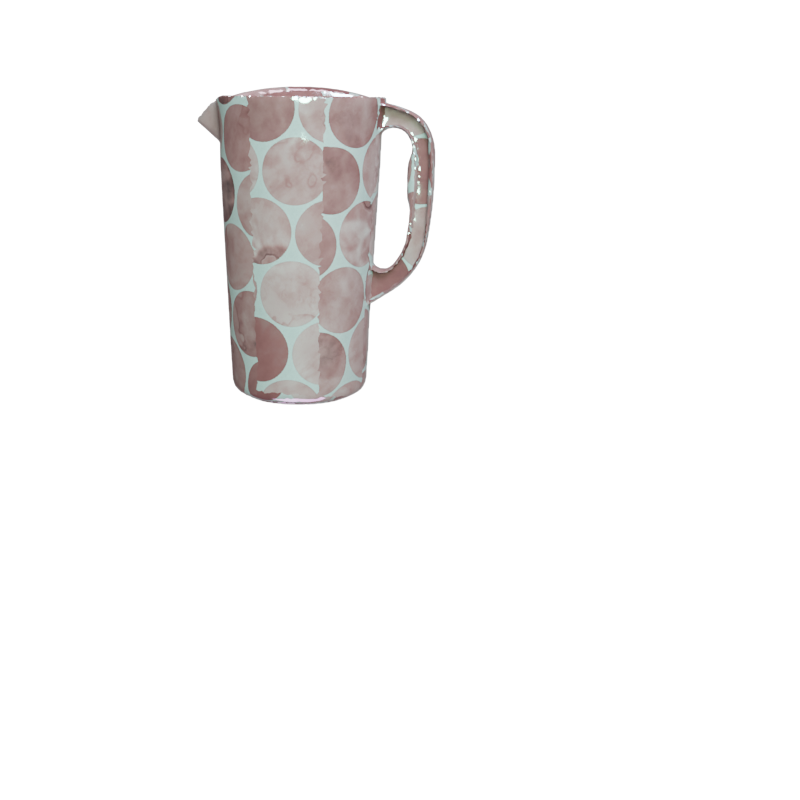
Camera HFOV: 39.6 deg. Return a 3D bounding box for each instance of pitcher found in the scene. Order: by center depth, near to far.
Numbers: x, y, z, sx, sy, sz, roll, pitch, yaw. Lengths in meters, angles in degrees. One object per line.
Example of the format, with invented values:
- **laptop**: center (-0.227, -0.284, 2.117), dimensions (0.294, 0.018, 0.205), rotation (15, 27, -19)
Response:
- **pitcher**: center (-0.069, -0.125, 0.879), dimensions (0.141, 0.238, 0.157), rotation (-7, 12, -36)
